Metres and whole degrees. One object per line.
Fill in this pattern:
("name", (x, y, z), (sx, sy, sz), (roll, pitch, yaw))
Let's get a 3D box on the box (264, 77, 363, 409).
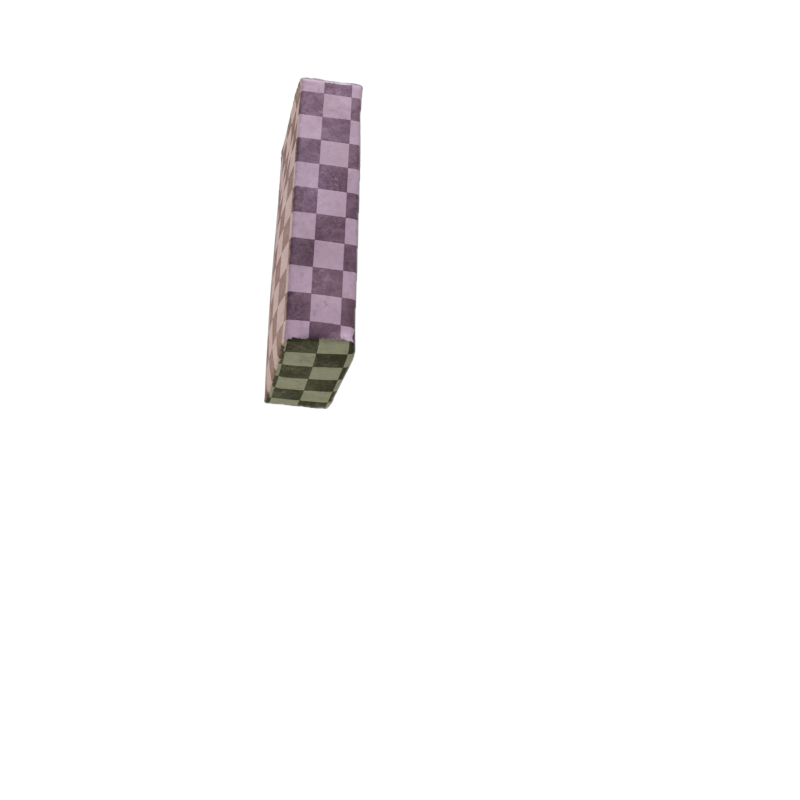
("box", (-0.052, -0.094, 0.662), (0.047, 0.187, 0.089), (4, -28, -12))
